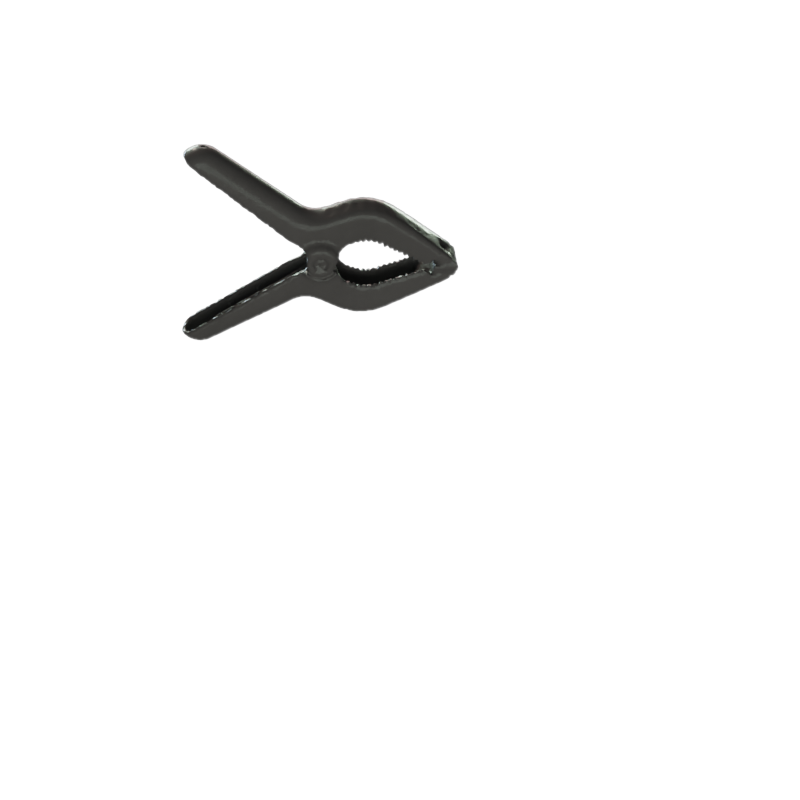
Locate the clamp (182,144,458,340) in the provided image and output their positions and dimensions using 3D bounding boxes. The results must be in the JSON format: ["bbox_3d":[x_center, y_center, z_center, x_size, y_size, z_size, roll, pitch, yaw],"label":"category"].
[{"bbox_3d":[-0.064,-0.116,0.813,0.210,0.154,0.039,-2,36,1],"label":"clamp"}]
